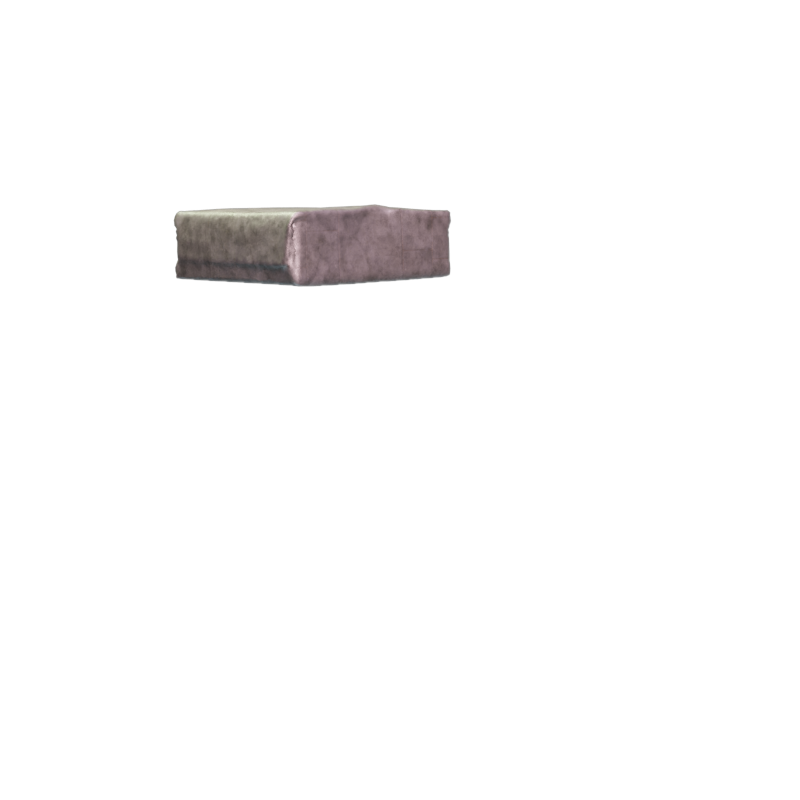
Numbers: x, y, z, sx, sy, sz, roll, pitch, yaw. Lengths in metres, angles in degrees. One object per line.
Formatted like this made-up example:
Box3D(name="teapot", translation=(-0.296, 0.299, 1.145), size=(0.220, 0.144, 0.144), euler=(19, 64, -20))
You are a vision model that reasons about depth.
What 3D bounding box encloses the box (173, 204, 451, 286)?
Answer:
Box3D(name="box", translation=(-0.035, -0.064, 0.449), size=(0.086, 0.030, 0.076), euler=(-9, 13, -44))
